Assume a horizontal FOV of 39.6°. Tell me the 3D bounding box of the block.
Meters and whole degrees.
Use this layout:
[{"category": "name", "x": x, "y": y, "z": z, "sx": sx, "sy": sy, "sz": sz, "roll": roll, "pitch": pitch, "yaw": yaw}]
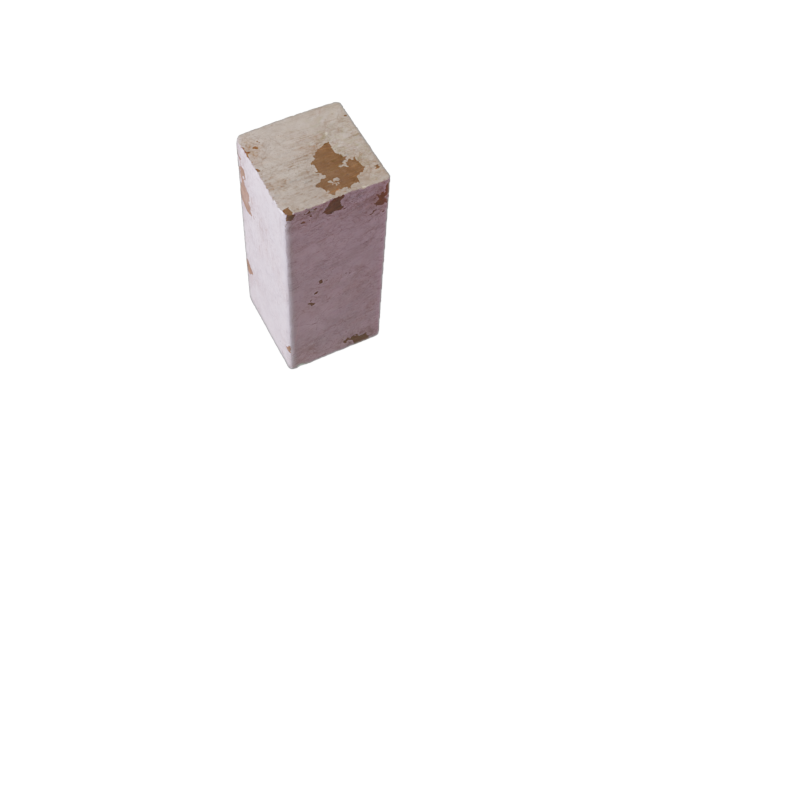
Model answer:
[{"category": "block", "x": -0.071, "y": -0.128, "z": 0.900, "sx": 0.090, "sy": 0.097, "sz": 0.193, "roll": -22, "pitch": -29, "yaw": -17}]
